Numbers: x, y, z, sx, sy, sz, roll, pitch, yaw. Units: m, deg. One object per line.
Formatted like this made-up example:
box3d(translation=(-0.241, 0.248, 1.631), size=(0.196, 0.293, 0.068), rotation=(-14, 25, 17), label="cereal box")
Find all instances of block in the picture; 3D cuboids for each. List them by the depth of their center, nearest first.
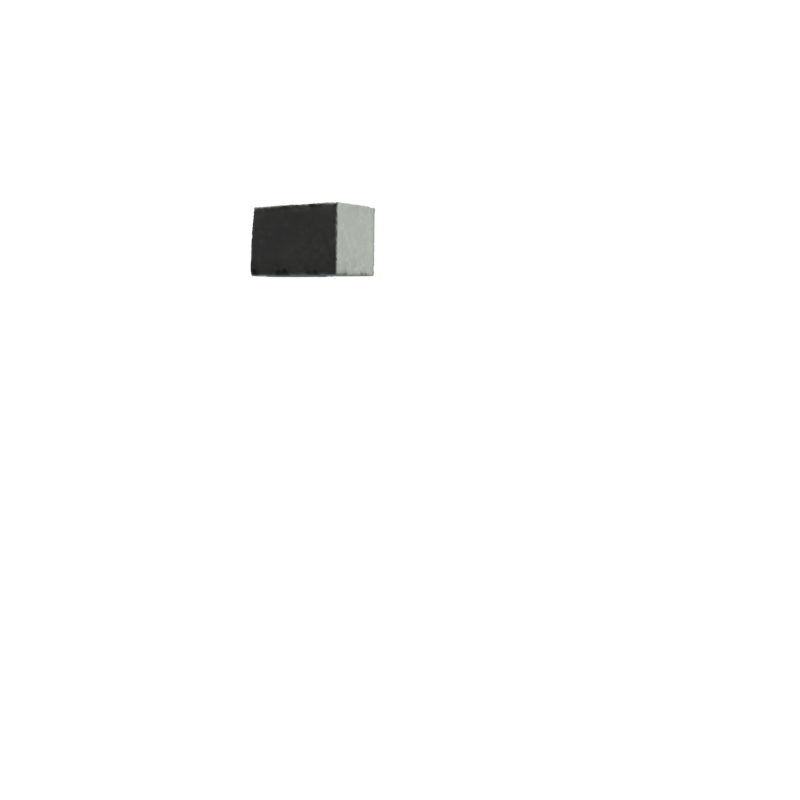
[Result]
box3d(translation=(-0.064, -0.116, 0.815), size=(0.081, 0.051, 0.051), rotation=(2, 1, 33), label="block")
